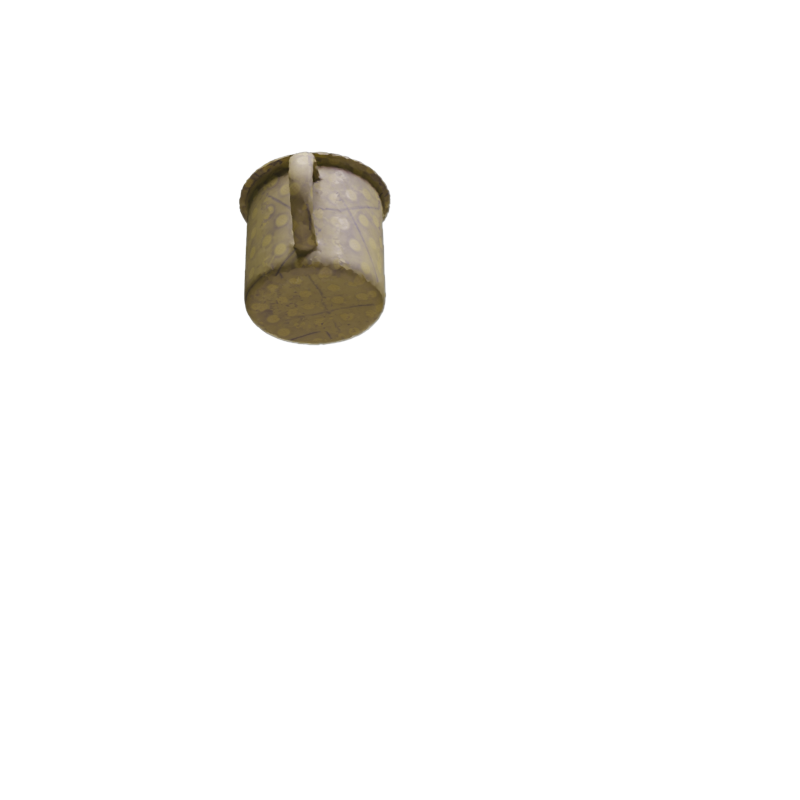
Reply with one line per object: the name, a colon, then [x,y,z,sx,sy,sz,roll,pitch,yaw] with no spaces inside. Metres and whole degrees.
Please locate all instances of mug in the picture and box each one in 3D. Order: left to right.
mug: [-0.051,-0.092,0.647,0.093,0.087,0.109,-2,-34,1]
